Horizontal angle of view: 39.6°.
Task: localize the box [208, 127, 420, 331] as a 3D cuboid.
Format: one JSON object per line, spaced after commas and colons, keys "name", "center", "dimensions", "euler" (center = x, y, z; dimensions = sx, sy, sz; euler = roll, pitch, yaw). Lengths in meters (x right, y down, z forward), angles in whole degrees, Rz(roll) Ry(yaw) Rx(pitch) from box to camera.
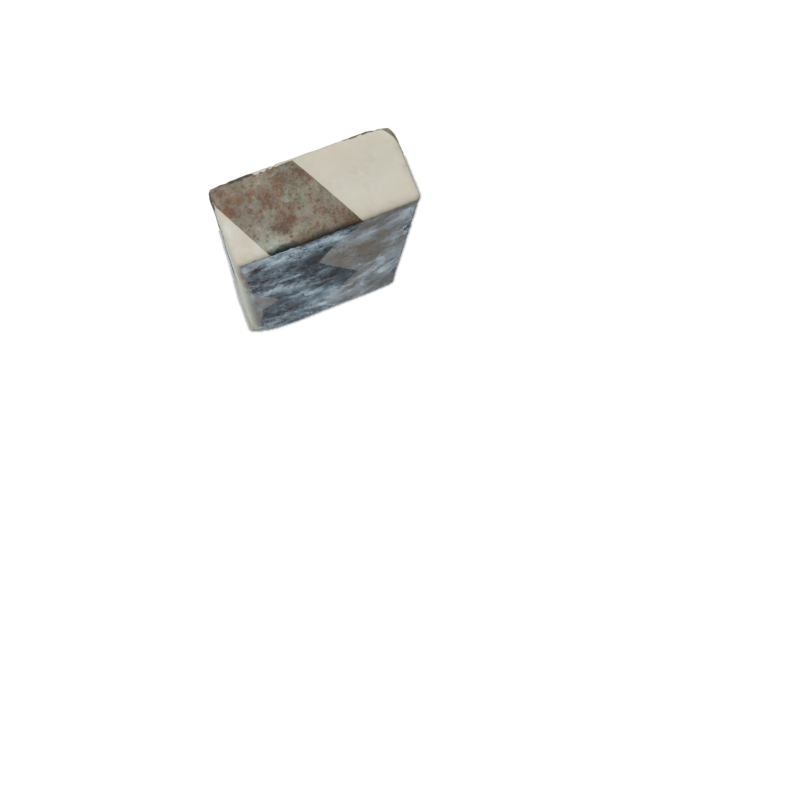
{"name": "box", "center": [-0.046, -0.084, 0.587], "dimensions": [0.093, 0.050, 0.171], "euler": [-21, -8, -7]}
